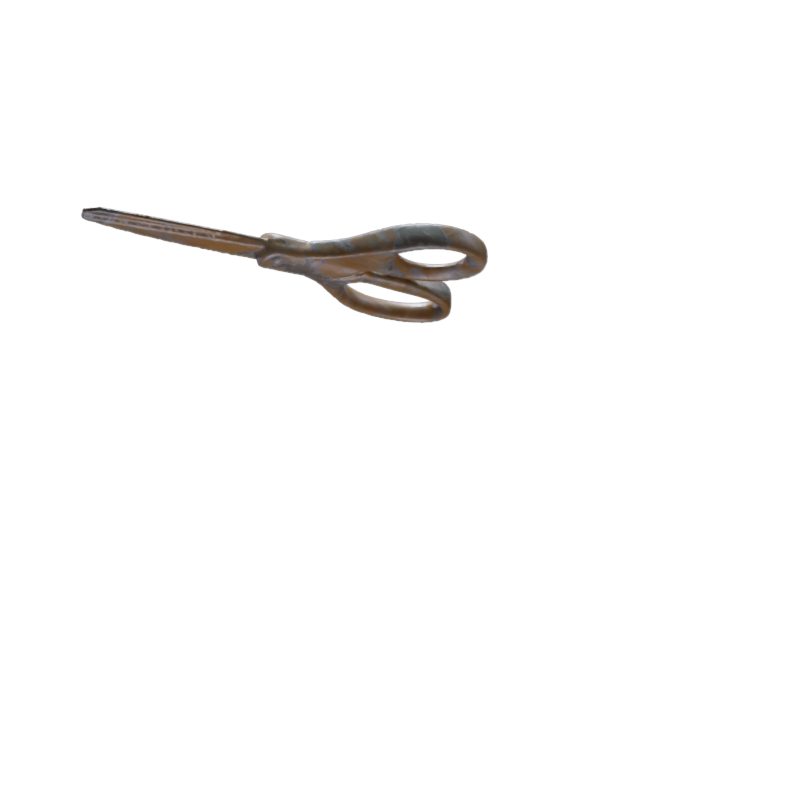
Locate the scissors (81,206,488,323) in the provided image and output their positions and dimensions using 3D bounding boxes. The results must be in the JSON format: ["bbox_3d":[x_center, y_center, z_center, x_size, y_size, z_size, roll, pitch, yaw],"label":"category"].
[{"bbox_3d":[-0.042,-0.077,0.536,0.191,0.017,0.096,18,-29,-35],"label":"scissors"}]
